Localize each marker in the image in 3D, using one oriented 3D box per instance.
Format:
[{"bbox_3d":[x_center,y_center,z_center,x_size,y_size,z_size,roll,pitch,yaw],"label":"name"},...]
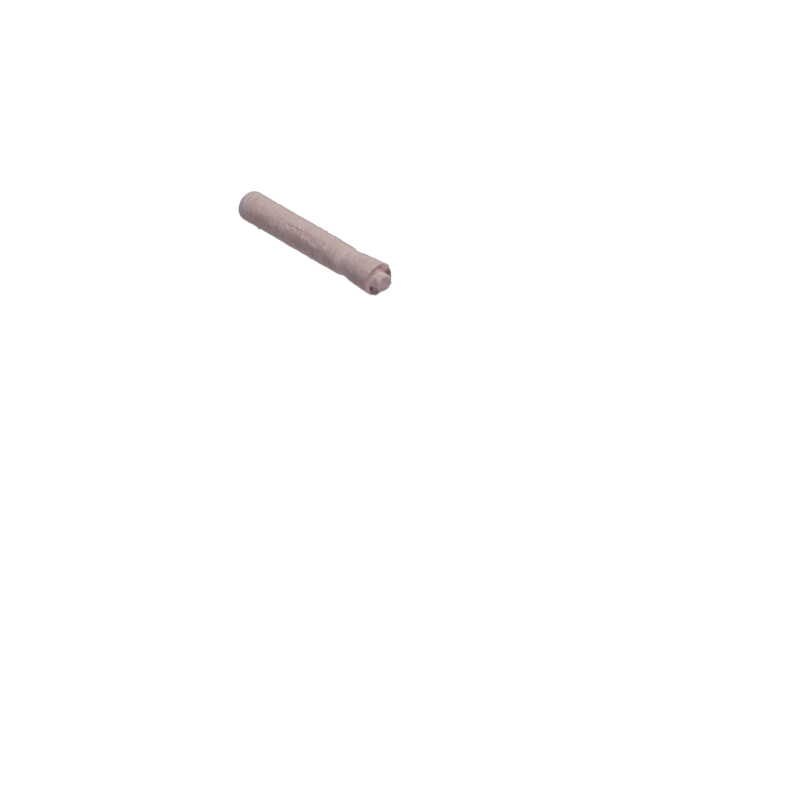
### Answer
[{"bbox_3d":[-0.049,-0.089,0.622,0.019,0.019,0.130,-3,28,-43],"label":"marker"}]
